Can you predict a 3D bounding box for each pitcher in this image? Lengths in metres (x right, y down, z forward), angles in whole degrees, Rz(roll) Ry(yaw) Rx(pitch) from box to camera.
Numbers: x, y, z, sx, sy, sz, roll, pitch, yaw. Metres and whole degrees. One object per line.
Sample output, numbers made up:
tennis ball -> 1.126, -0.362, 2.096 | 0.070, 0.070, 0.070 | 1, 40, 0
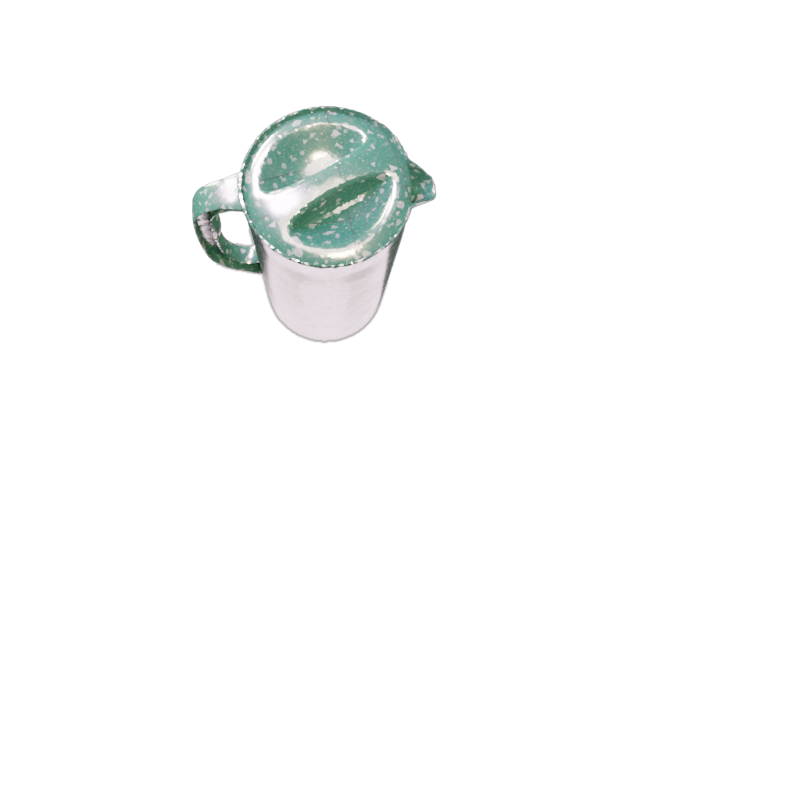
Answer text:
pitcher -> -0.073, -0.133, 0.935 | 0.154, 0.147, 0.233 | 39, -15, 9
